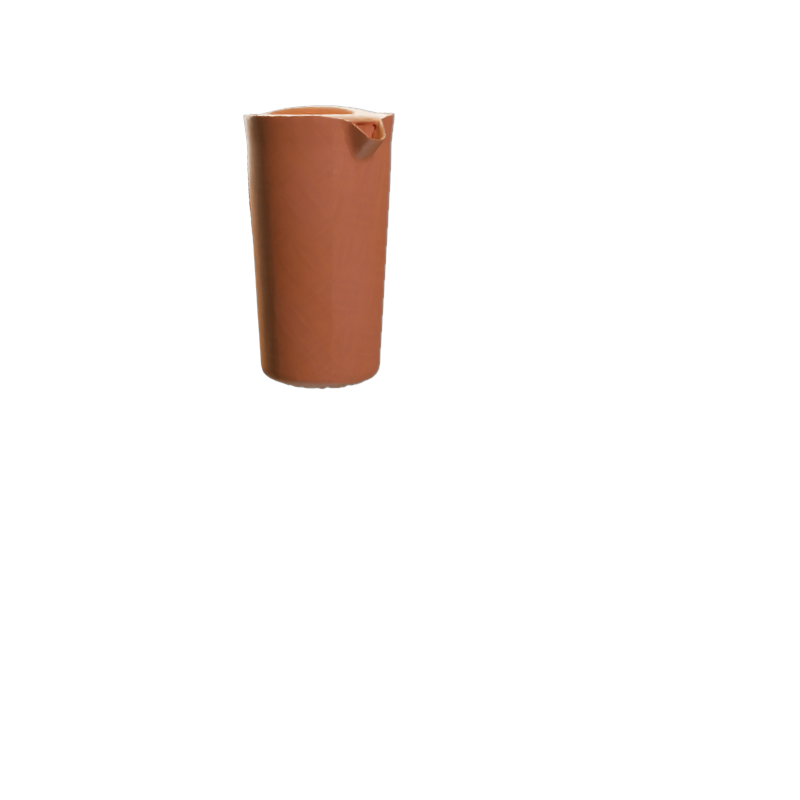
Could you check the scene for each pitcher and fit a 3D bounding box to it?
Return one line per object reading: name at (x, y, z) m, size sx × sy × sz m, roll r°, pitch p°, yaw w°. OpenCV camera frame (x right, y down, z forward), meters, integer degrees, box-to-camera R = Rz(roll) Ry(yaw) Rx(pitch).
pitcher at (-0.078, -0.142, 0.996) m, size 0.146 × 0.238 × 0.151 m, roll 2°, pitch 10°, yaw 6°
